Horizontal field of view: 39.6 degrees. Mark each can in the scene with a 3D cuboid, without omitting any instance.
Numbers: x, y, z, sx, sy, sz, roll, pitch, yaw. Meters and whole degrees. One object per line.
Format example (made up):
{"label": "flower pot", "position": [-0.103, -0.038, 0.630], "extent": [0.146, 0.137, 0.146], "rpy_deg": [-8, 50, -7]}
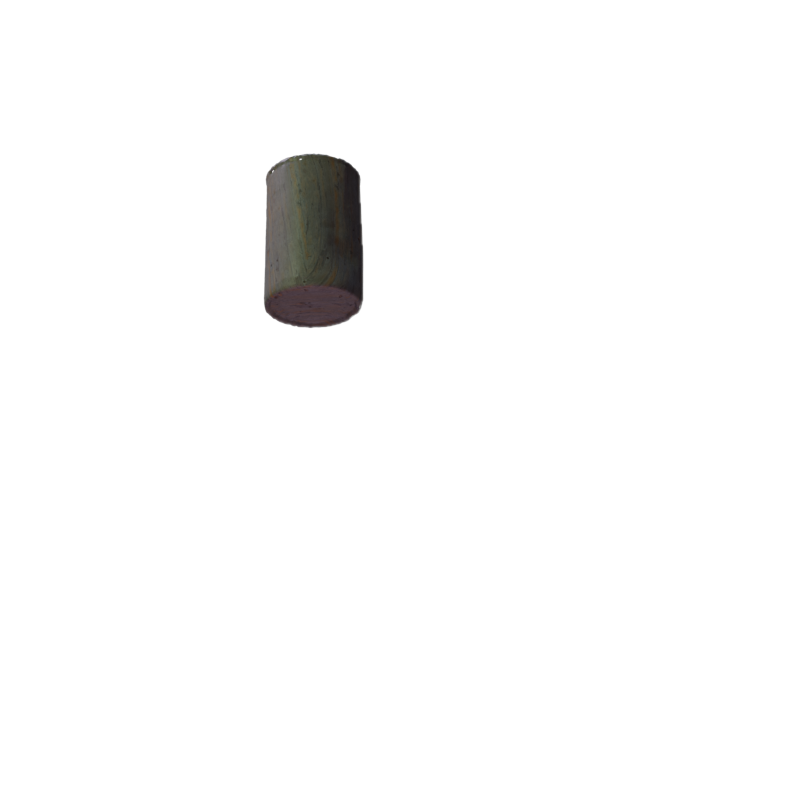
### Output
{"label": "can", "position": [-0.060, -0.110, 0.767], "extent": [0.068, 0.108, 0.065], "rpy_deg": [0, -26, -2]}
